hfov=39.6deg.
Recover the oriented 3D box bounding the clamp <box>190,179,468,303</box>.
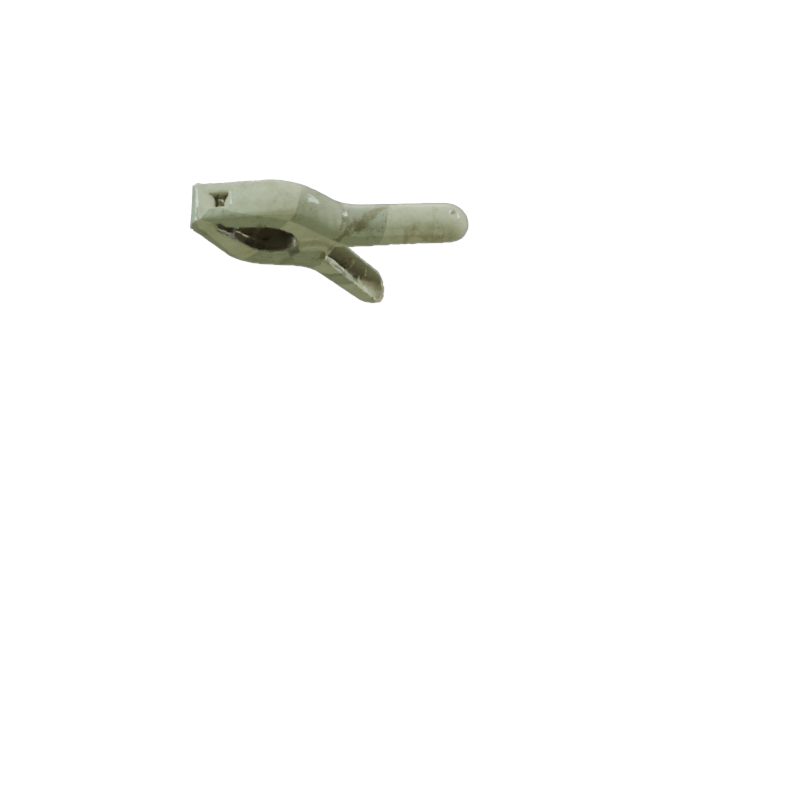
[{"bbox_3d":[-0.056,-0.102,0.715,0.167,0.042,0.116,9,-31,-16],"label":"clamp"}]
